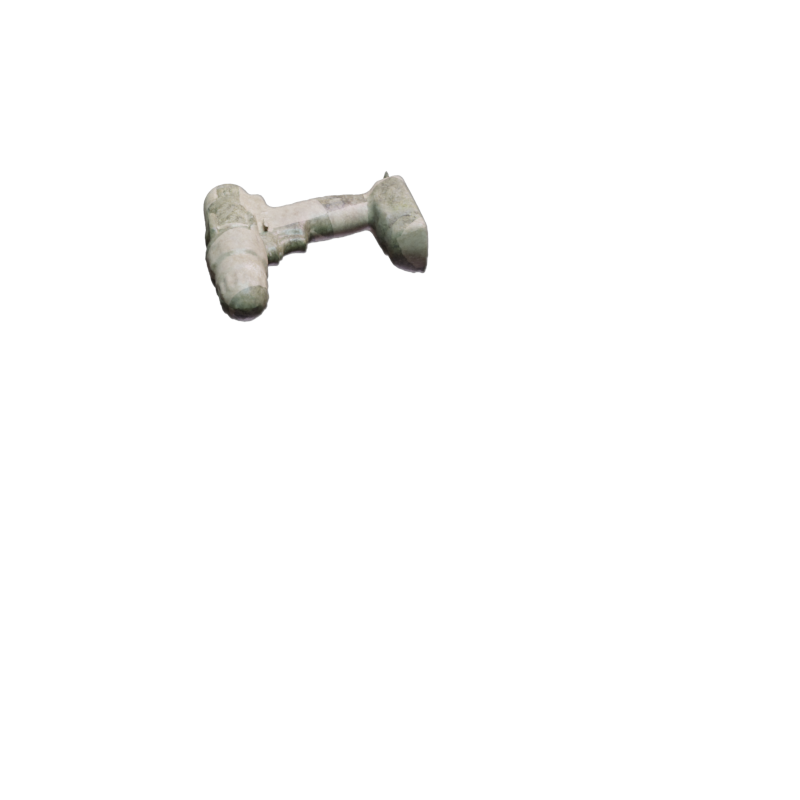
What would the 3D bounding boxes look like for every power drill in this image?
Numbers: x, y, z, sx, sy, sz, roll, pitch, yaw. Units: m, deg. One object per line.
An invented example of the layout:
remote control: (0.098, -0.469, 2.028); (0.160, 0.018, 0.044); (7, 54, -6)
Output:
power drill: (-0.075, -0.136, 0.954); (0.186, 0.054, 0.199); (-7, 39, -9)
